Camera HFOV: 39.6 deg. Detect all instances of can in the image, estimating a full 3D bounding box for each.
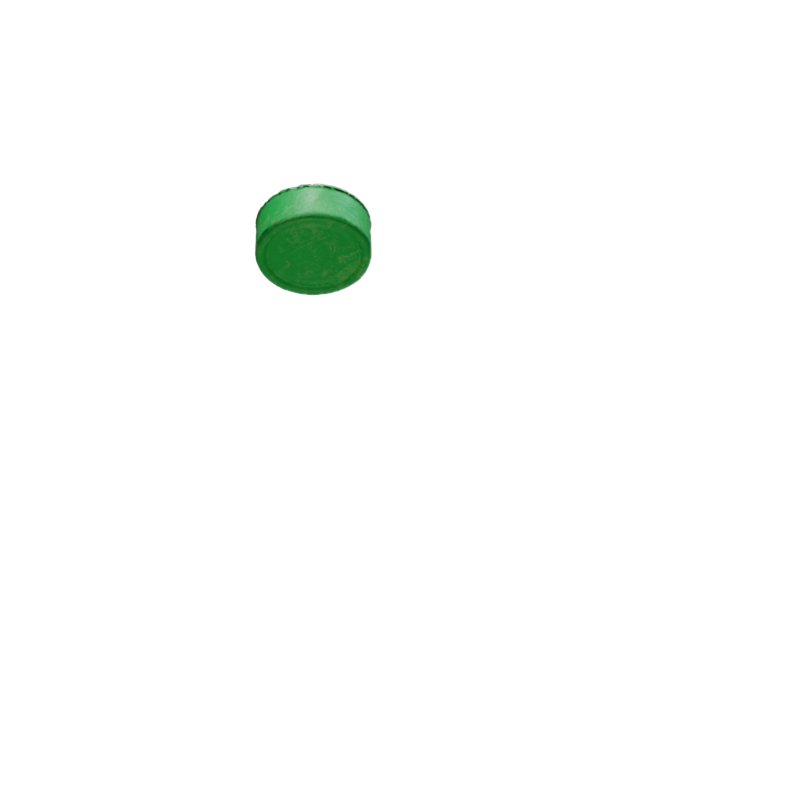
[{"bbox_3d":[-0.063,-0.115,0.807,0.086,0.036,0.080,1,-39,-2],"label":"can"}]
